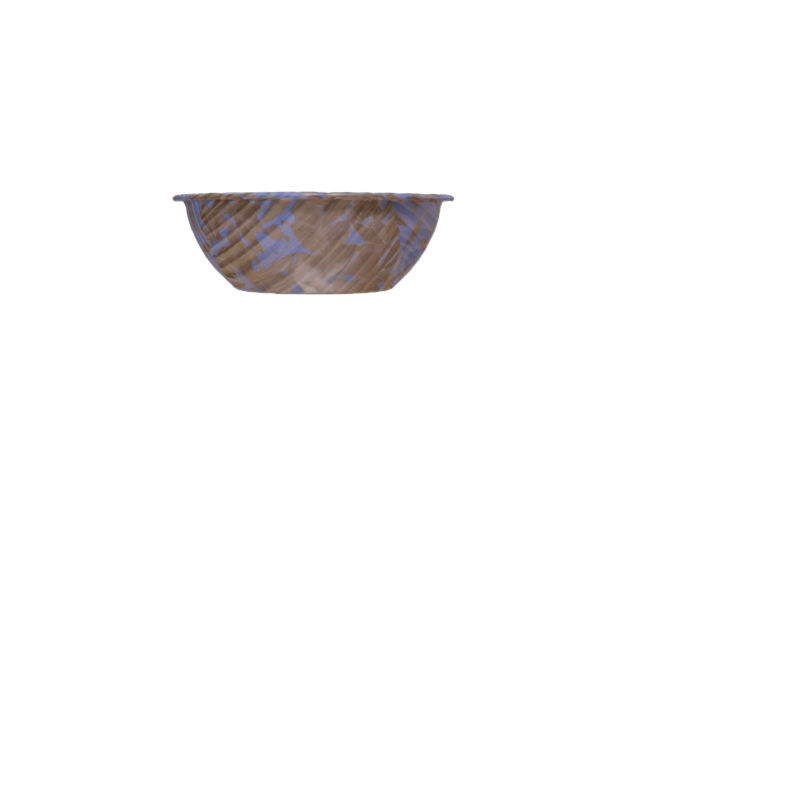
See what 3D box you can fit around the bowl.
[{"bbox_3d":[-0.050,-0.091,0.640,0.162,0.054,0.165,0,9,-2],"label":"bowl"}]
